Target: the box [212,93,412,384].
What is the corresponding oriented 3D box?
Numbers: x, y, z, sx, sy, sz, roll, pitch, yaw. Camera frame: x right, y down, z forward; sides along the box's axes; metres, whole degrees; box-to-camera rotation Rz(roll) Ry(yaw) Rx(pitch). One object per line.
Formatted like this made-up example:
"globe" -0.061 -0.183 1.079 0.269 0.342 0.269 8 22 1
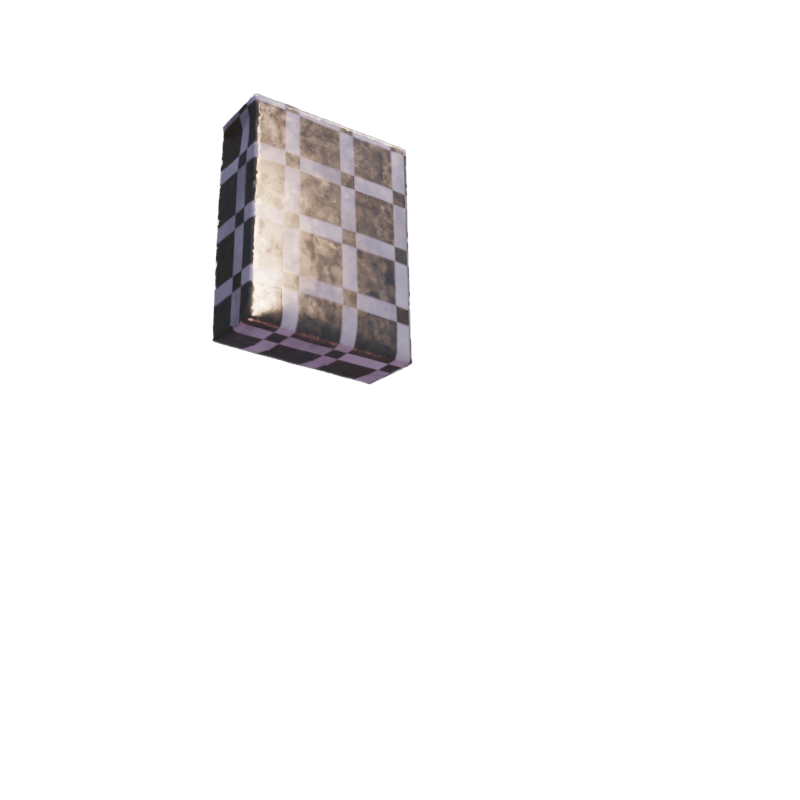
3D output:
"box" -0.075 -0.137 0.957 0.156 0.226 0.071 15 -31 -31
